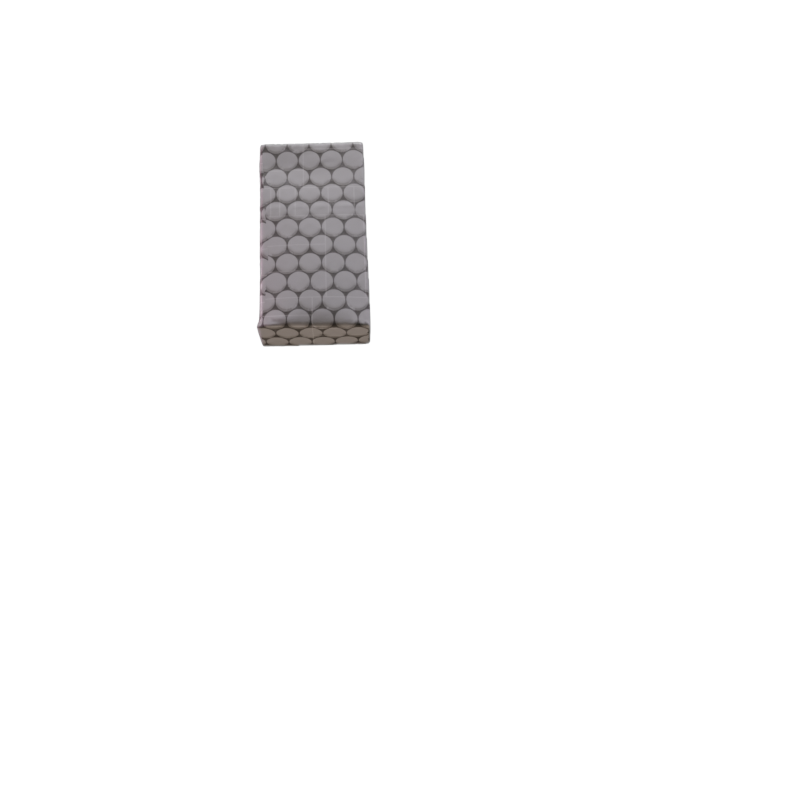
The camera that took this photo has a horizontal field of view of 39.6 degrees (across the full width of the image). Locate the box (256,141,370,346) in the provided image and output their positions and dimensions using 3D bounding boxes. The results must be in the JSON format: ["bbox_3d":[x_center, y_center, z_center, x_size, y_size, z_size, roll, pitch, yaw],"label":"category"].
[{"bbox_3d":[-0.074,-0.135,0.947,0.093,0.187,0.045,-2,-27,0],"label":"box"}]
